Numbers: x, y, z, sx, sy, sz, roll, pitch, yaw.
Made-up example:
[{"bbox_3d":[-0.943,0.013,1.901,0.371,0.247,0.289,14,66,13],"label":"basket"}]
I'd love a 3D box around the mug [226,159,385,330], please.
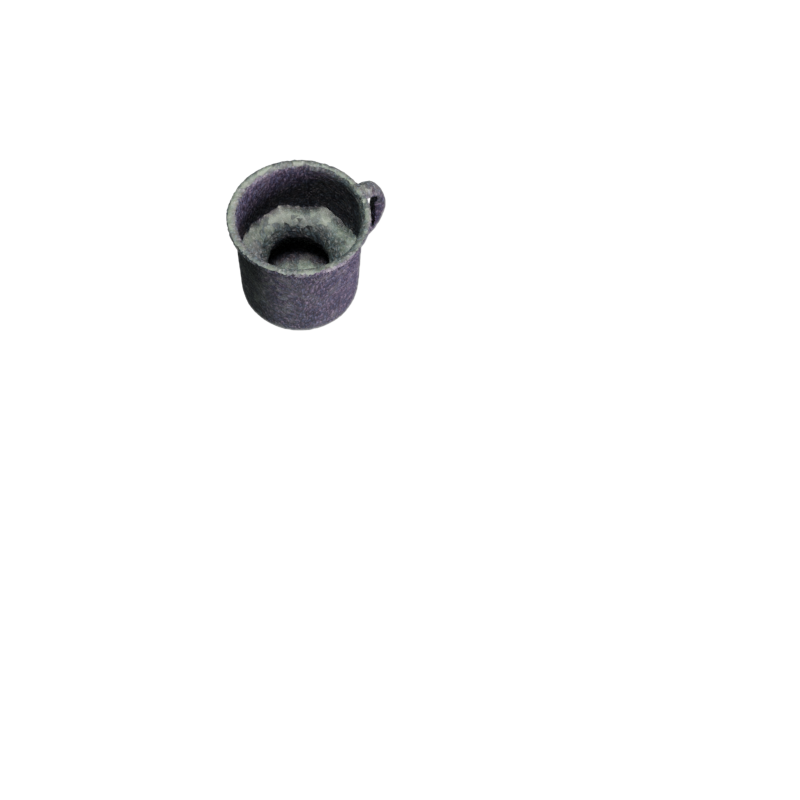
[{"bbox_3d":[-0.058,-0.106,0.746,0.118,0.099,0.076,-36,-24,-21],"label":"mug"}]
